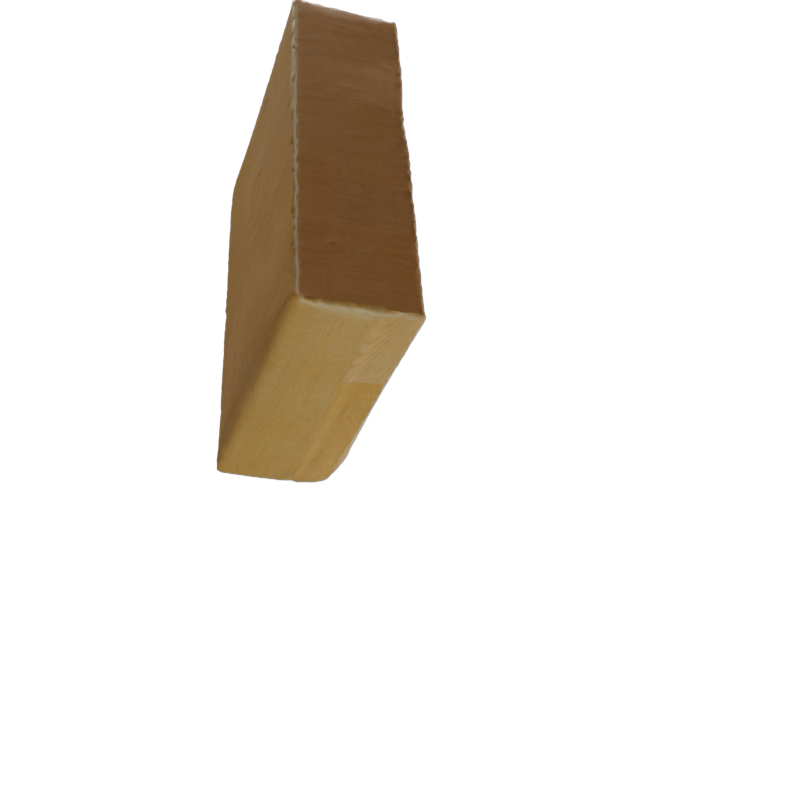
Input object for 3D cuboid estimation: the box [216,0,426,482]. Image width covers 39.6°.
[{"bbox_3d":[-0.048,-0.088,0.613,0.070,0.229,0.157,10,-39,-16],"label":"box"}]
